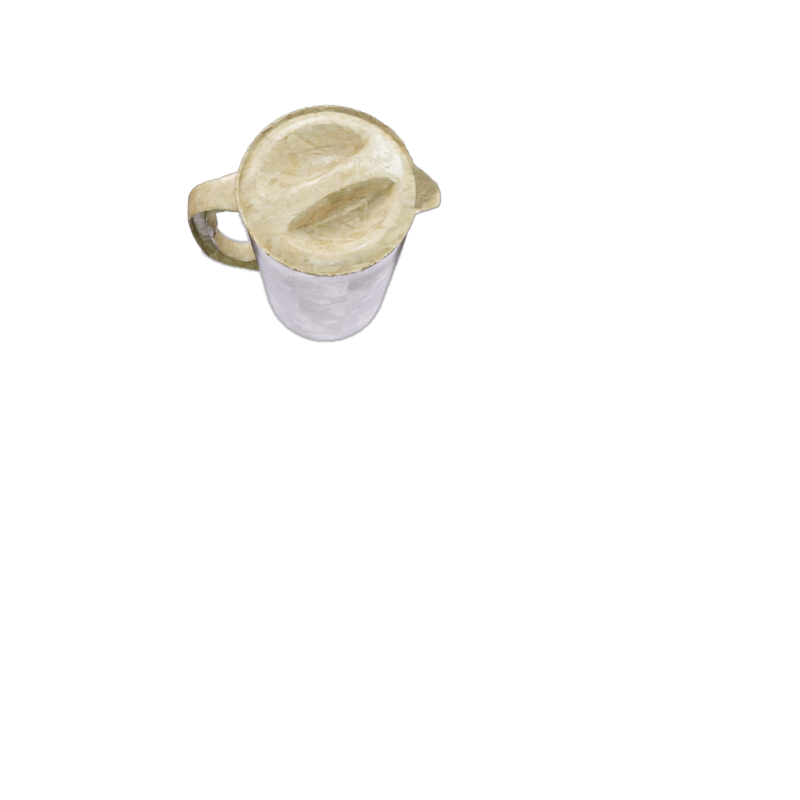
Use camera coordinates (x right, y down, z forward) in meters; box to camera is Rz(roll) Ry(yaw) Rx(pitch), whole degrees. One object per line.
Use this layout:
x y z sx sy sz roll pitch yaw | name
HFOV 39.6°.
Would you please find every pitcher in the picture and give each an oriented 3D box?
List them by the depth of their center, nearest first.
-0.071 -0.129 0.903 0.154 0.146 0.234 42 -13 8 | pitcher
